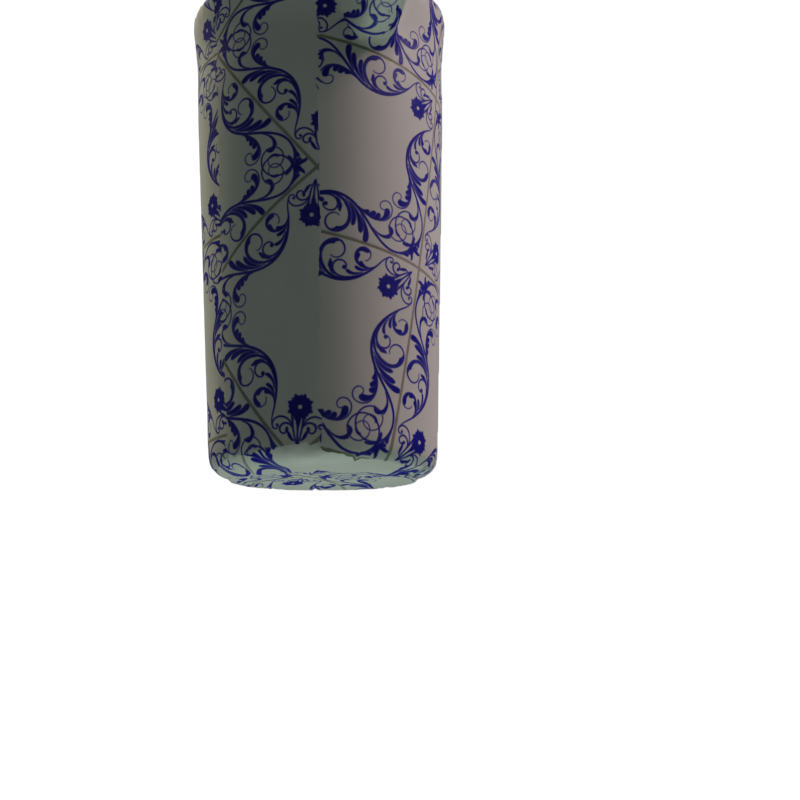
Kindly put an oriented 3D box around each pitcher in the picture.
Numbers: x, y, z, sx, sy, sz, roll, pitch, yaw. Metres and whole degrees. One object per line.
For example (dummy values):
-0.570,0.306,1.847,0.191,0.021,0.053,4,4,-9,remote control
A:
-0.044,-0.081,0.565,0.147,0.253,0.141,-6,-16,16,pitcher
